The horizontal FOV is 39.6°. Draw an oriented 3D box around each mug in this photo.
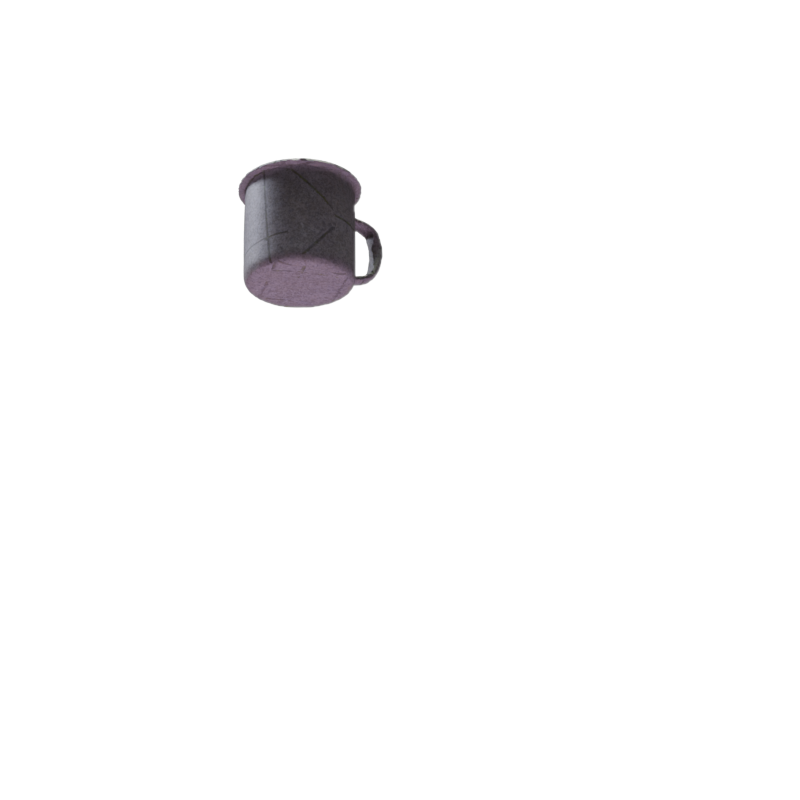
[{"bbox_3d":[-0.064,-0.118,0.824,0.111,0.086,0.093,15,-28,-32],"label":"mug"}]
